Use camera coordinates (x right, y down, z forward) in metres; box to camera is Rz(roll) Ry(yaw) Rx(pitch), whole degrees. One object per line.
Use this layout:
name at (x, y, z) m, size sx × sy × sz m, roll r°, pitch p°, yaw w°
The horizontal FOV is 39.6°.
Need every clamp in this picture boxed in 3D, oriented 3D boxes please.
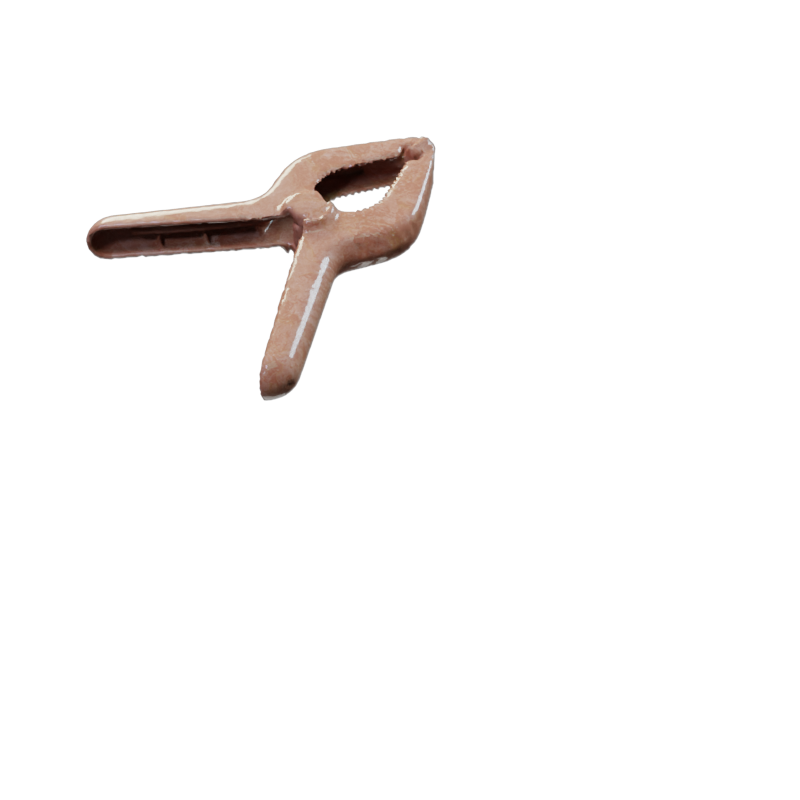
clamp at (-0.049, -0.090, 0.630) m, size 0.209 × 0.034 × 0.177 m, roll -29°, pitch 52°, yaw -25°
